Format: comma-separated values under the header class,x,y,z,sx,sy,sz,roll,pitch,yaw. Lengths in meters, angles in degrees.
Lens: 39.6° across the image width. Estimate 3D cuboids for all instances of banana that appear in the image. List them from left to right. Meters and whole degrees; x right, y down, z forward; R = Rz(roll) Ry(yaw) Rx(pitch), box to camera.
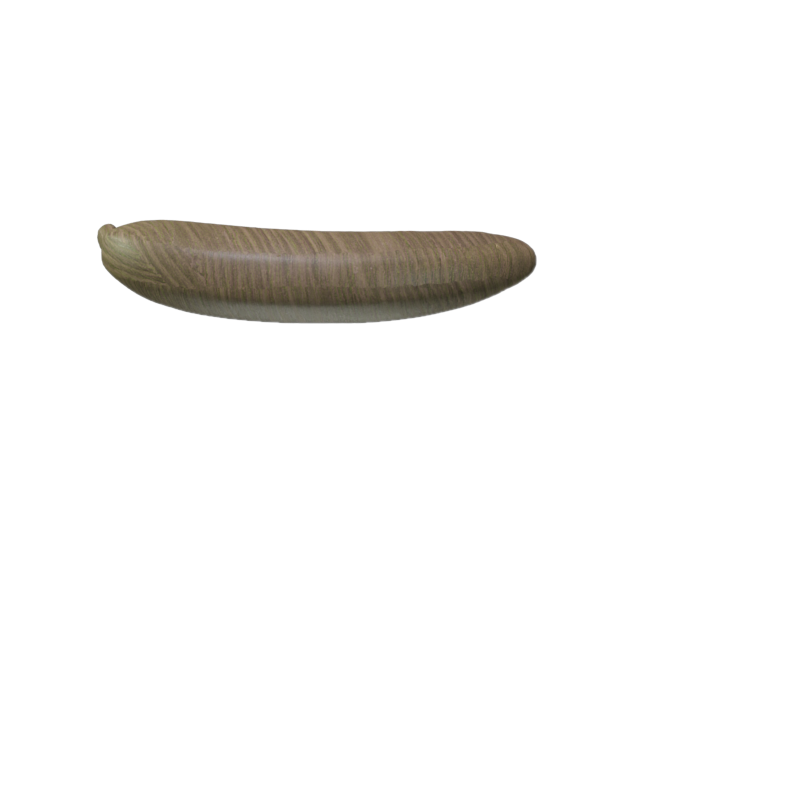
class,x,y,z,sx,sy,sz,roll,pitch,yaw
banana,-0.043,-0.058,0.462,0.200,0.035,0.073,6,32,9
